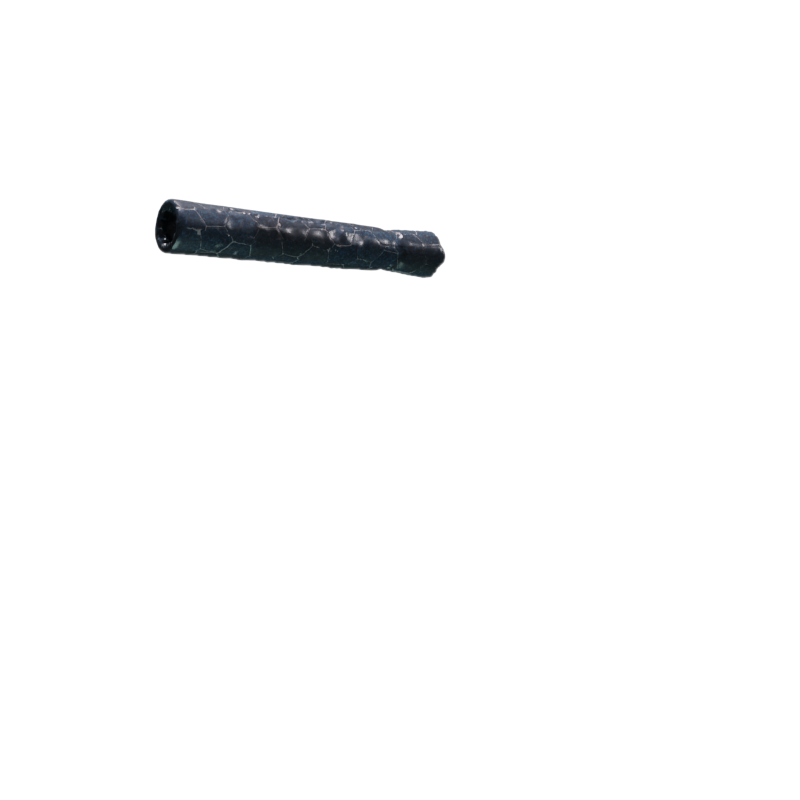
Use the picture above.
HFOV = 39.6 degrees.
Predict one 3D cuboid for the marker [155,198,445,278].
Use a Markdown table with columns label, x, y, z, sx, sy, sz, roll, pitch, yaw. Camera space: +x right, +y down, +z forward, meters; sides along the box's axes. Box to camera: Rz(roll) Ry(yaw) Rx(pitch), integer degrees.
| label | x | y | z | sx | sy | sz | roll | pitch | yaw |
| --- | --- | --- | --- | --- | --- | --- | --- | --- | --- |
| marker | -0.032 | -0.059 | 0.410 | 0.116 | 0.020 | 0.021 | 1 | 3 | -35 |
